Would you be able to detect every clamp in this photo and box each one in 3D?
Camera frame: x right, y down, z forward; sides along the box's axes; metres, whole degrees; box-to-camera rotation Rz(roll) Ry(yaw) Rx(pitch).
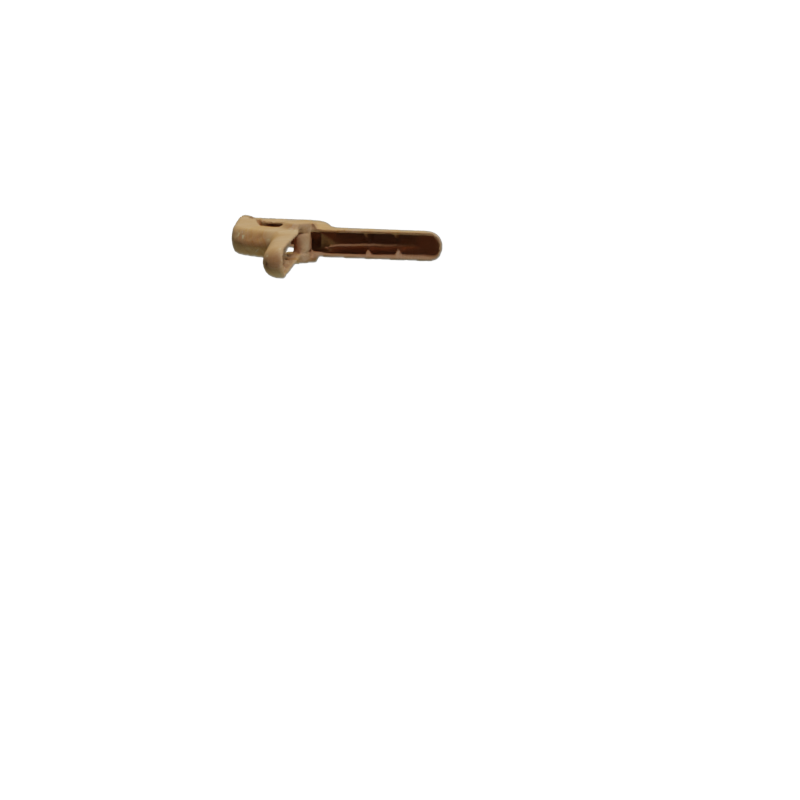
[{"bbox_3d":[-0.076,-0.138,0.966,0.160,0.035,0.221,-7,17,-26],"label":"clamp"}]
